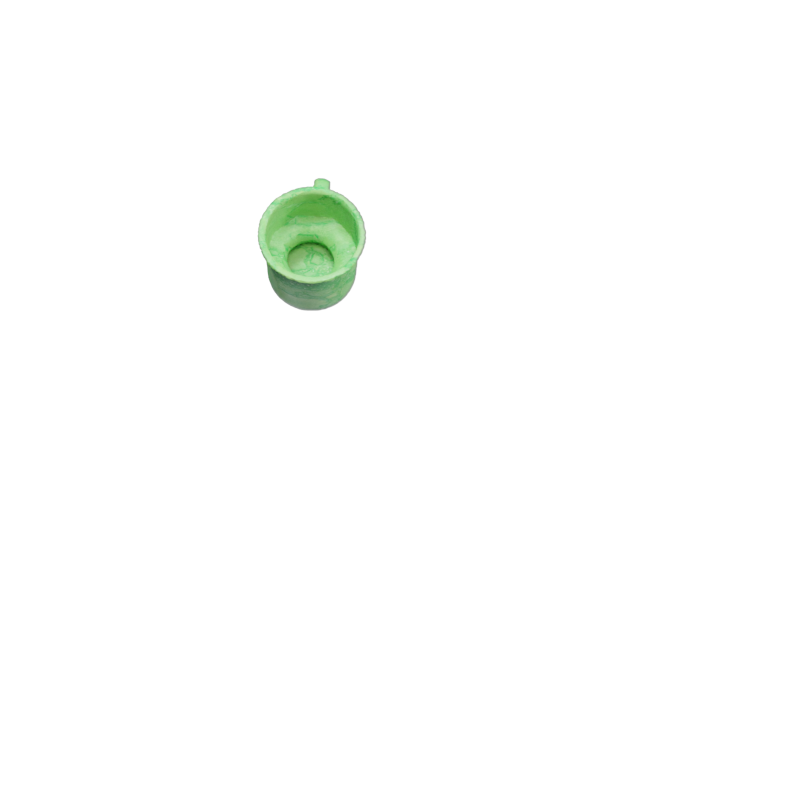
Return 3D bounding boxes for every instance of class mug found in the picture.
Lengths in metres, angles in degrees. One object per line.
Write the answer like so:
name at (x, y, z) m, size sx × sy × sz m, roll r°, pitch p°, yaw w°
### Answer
mug at (-0.078, -0.142, 0.992) m, size 0.093 × 0.123 × 0.077 m, roll 5°, pitch -24°, yaw 0°
